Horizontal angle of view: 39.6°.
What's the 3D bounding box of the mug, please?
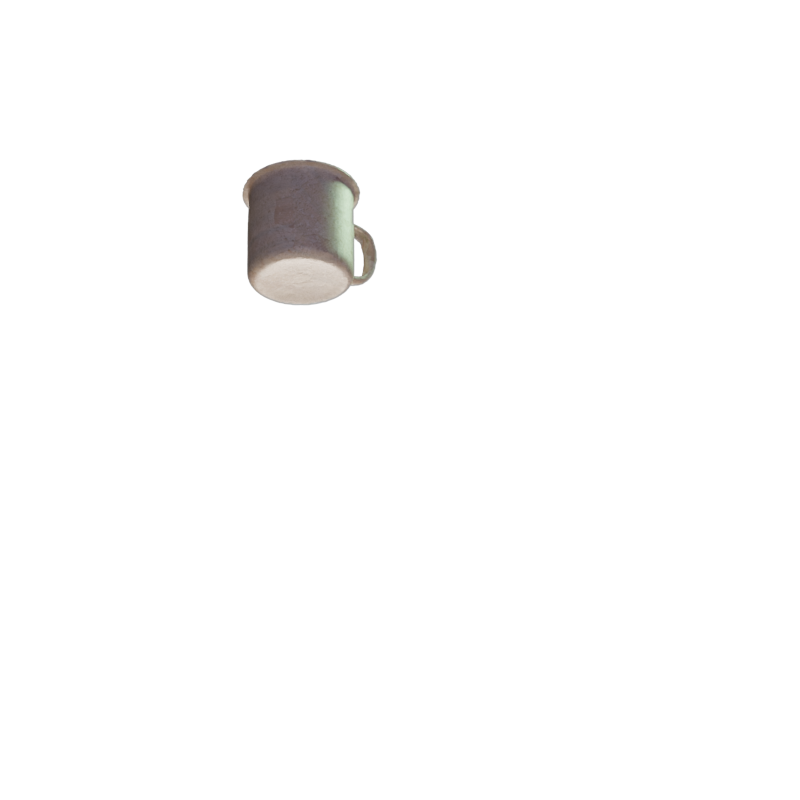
[{"bbox_3d":[-0.068,-0.123,0.863,0.111,0.087,0.093,20,-34,-34],"label":"mug"}]
